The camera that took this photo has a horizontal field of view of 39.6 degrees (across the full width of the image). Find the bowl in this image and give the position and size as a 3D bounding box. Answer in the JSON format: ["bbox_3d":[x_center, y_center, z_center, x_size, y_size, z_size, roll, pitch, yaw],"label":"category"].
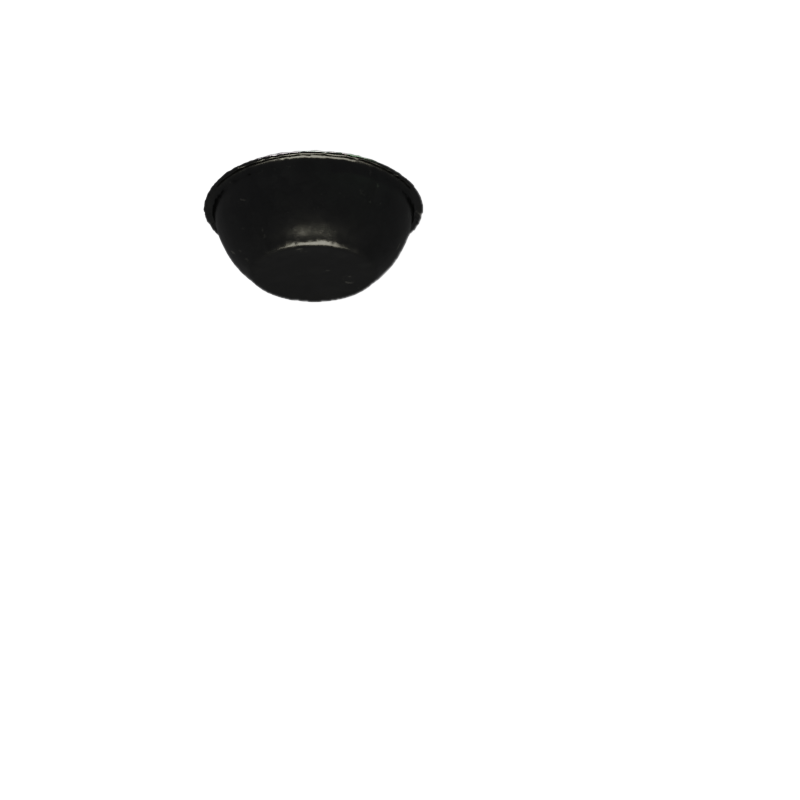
[{"bbox_3d":[-0.063,-0.115,0.808,0.162,0.058,0.153,1,-23,-2],"label":"bowl"}]
